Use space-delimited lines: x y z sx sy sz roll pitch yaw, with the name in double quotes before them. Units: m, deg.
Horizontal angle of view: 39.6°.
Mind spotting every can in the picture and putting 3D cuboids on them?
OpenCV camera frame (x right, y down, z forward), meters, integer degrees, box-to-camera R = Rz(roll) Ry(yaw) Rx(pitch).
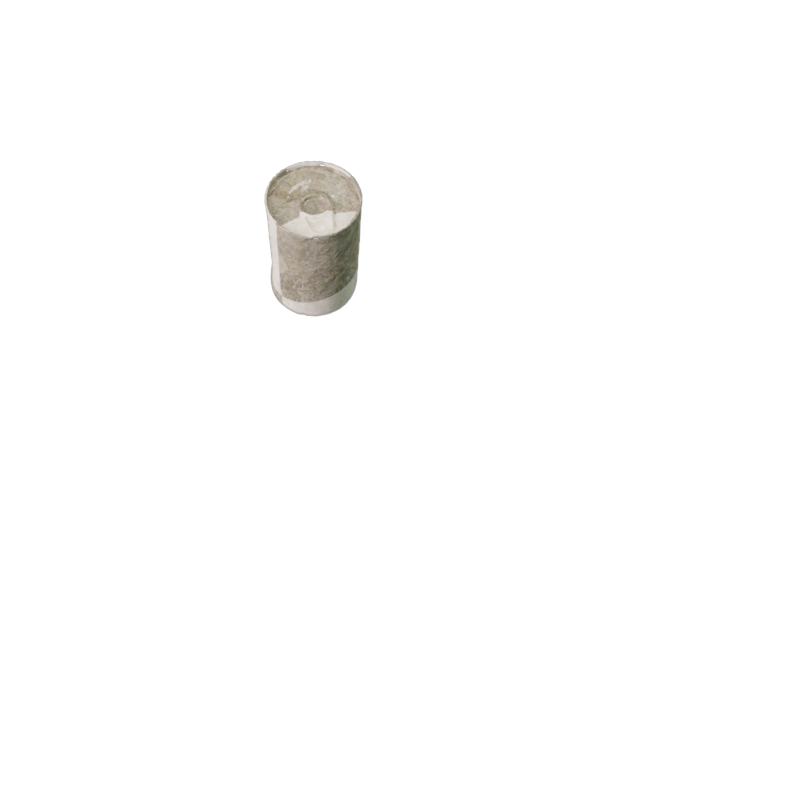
"can" -0.063 -0.115 0.805 0.068 0.073 0.096 0 -32 -3
